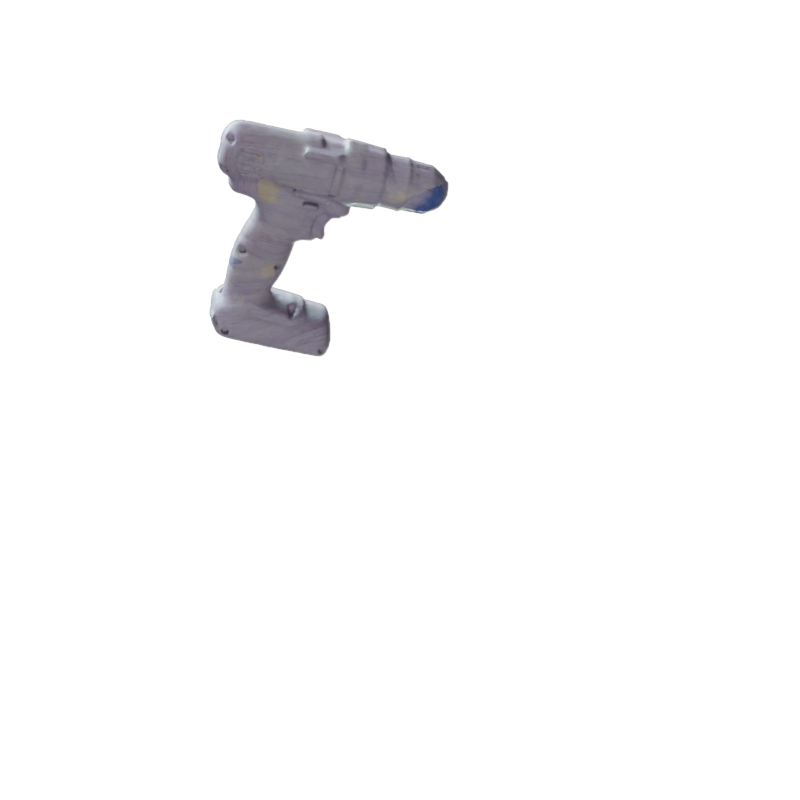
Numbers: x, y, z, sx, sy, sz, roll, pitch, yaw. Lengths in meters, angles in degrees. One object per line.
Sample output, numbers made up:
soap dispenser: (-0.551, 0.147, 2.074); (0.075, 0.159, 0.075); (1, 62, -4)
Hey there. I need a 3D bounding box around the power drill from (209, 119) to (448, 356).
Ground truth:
power drill: (-0.071, -0.129, 0.903); (0.182, 0.179, 0.061); (13, 28, -8)
